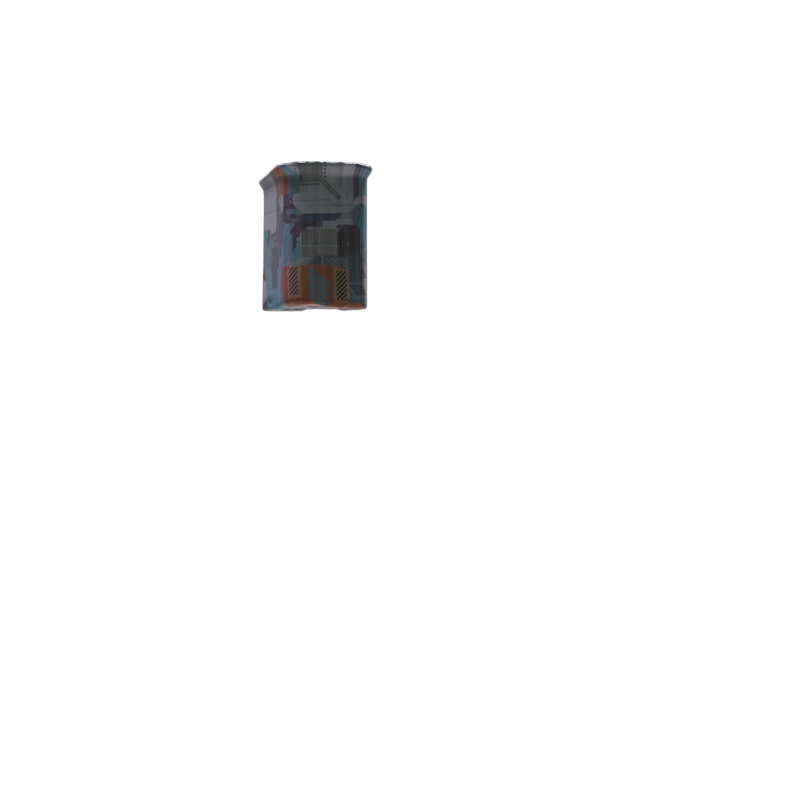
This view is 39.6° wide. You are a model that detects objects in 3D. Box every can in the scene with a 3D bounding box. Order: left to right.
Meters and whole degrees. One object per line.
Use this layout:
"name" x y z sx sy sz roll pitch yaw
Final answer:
"can" -0.053 -0.096 0.675 0.056 0.084 0.103 0 0 -15
